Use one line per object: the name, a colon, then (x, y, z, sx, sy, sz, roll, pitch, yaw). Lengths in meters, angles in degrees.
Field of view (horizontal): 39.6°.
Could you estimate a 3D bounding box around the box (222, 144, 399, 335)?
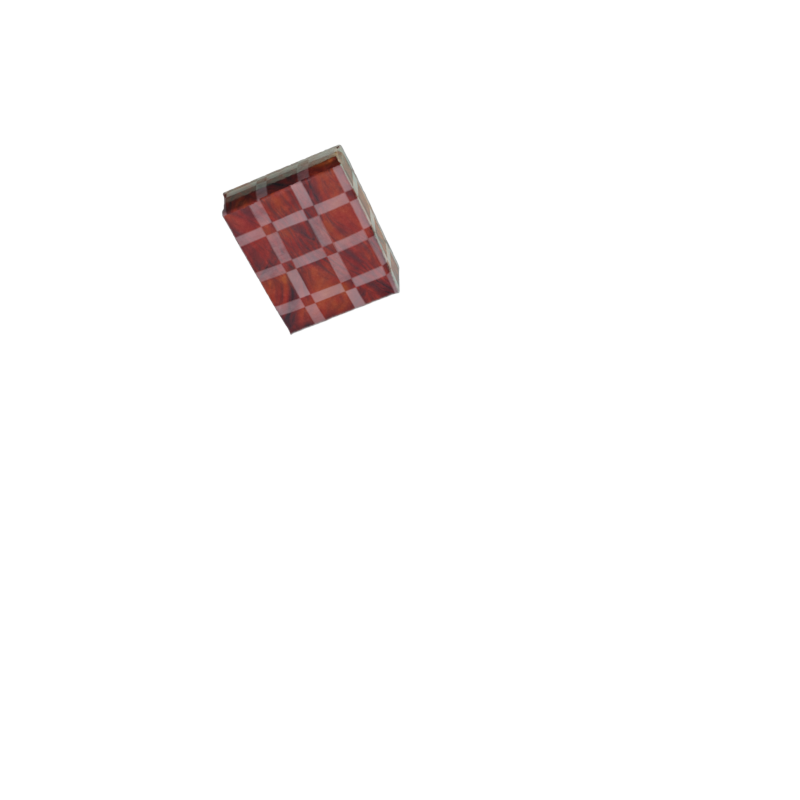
box: (-0.060, -0.110, 0.772, 0.090, 0.106, 0.041, -20, 29, 11)
